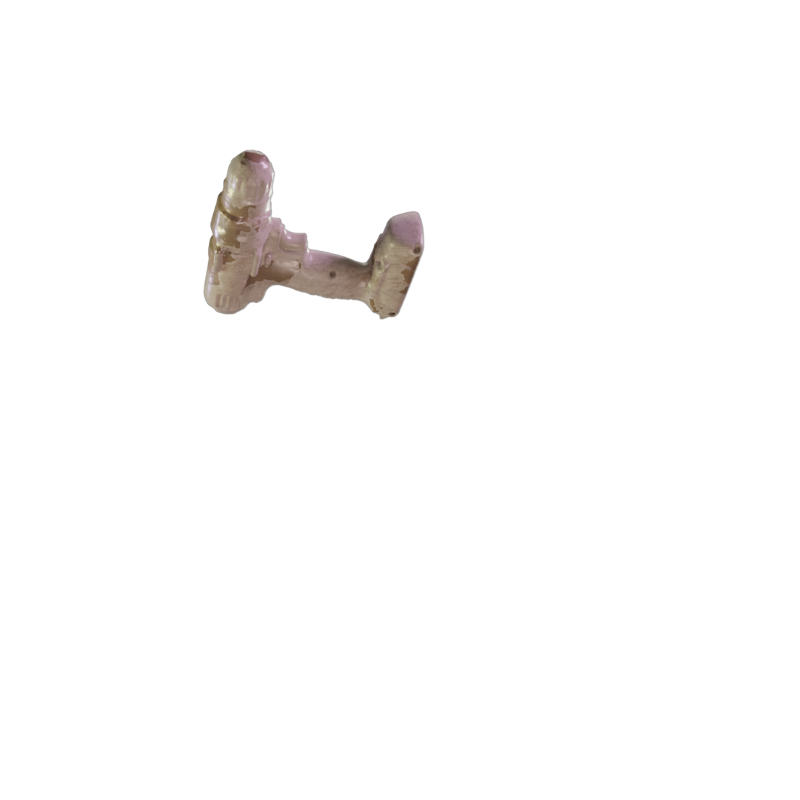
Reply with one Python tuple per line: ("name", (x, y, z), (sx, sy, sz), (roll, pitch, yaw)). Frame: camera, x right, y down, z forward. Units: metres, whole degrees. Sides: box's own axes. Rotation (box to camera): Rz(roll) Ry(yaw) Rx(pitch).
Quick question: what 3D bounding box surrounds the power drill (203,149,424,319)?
("power drill", (-0.078, -0.142, 0.995), (0.185, 0.062, 0.174), (8, -40, -10))
